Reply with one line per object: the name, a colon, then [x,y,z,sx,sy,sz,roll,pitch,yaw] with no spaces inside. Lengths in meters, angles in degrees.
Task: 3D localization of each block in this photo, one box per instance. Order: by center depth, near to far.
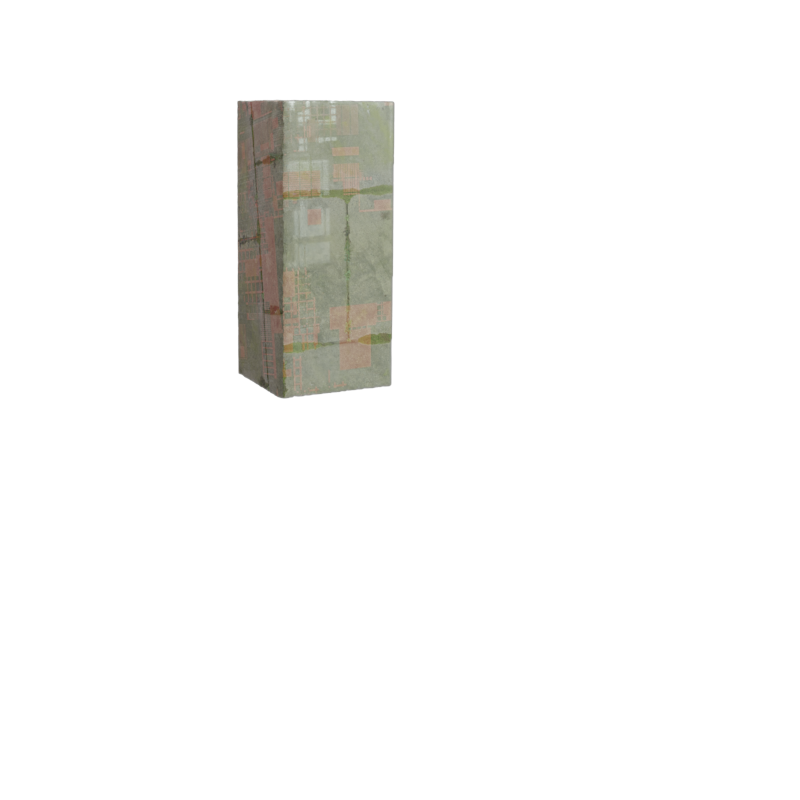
block: [-0.064,-0.117,0.816,0.088,0.202,0.094,-4,9,-27]
